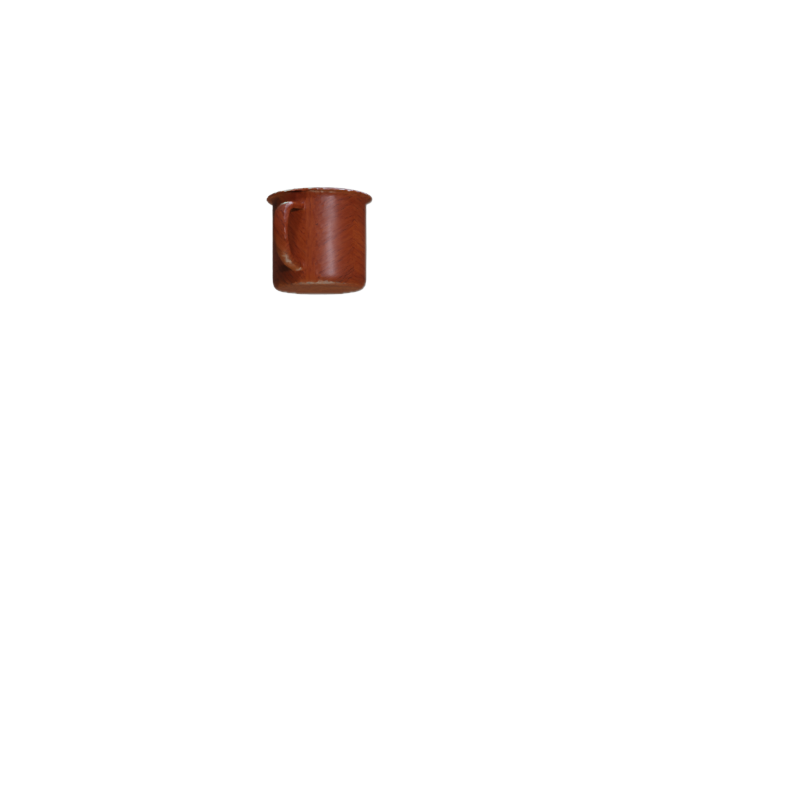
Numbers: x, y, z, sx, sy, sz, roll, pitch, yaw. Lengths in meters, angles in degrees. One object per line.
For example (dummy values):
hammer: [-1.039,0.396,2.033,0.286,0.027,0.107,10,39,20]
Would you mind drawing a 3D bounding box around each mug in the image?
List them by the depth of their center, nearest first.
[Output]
mug: [-0.075,-0.136,0.955,0.096,0.083,0.112,-2,-5,23]
